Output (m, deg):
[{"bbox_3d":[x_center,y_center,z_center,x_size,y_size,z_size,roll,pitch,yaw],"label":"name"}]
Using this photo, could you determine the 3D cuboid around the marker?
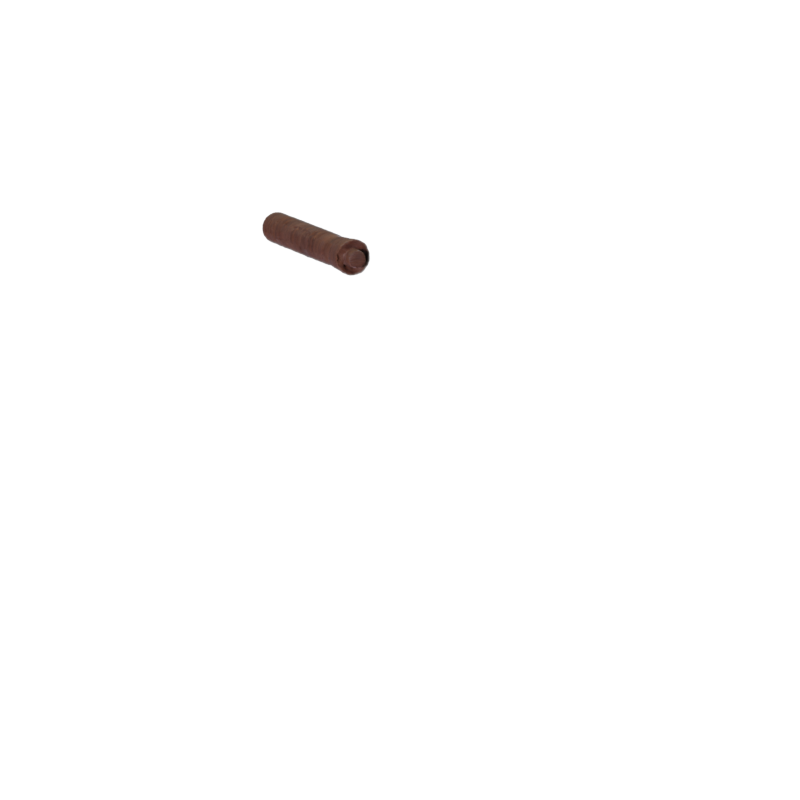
[{"bbox_3d":[-0.048,-0.088,0.613,0.019,0.019,0.127,-2,16,-25],"label":"marker"}]
